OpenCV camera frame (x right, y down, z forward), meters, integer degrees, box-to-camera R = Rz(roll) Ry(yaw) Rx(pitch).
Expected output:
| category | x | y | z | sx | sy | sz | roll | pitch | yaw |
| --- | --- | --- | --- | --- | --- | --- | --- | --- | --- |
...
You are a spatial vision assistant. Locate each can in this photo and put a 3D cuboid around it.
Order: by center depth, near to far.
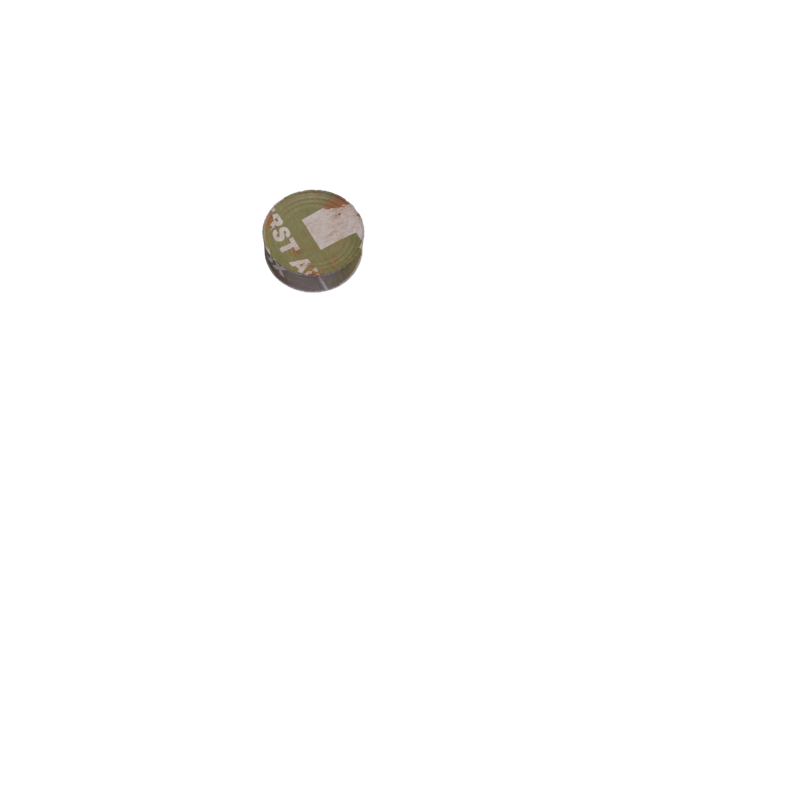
| category | x | y | z | sx | sy | sz | roll | pitch | yaw |
| --- | --- | --- | --- | --- | --- | --- | --- | --- | --- |
| can | -0.074 | -0.134 | 0.942 | 0.086 | 0.092 | 0.031 | -1 | -30 | -1 |
